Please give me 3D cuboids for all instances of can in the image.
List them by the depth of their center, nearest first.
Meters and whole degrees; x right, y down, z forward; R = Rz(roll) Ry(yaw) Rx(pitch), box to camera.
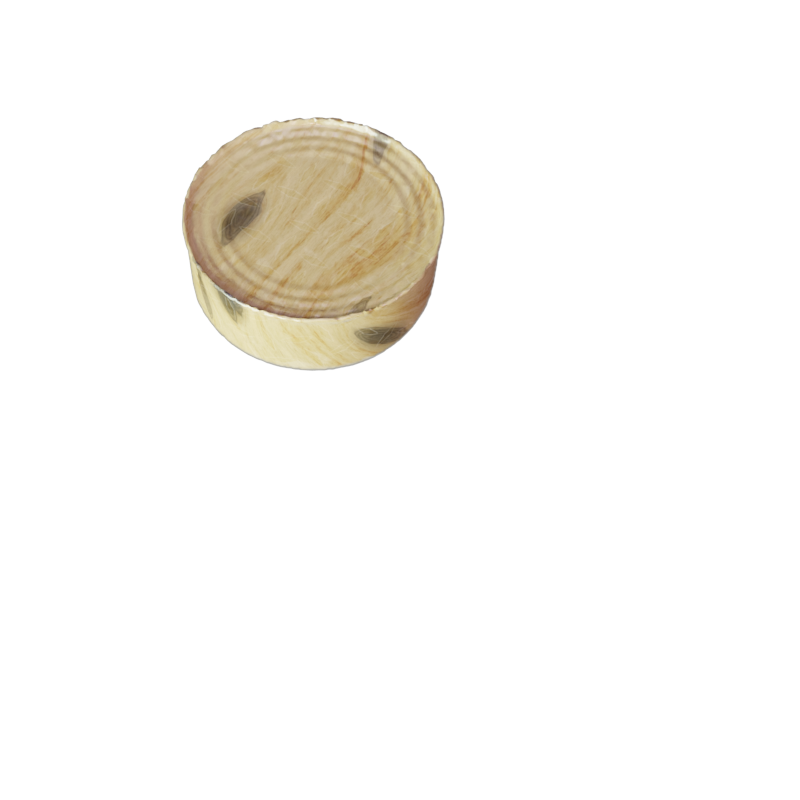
[{"bbox_3d":[-0.029,-0.053,0.374,0.086,0.092,0.031,-1,-34,-1],"label":"can"}]
